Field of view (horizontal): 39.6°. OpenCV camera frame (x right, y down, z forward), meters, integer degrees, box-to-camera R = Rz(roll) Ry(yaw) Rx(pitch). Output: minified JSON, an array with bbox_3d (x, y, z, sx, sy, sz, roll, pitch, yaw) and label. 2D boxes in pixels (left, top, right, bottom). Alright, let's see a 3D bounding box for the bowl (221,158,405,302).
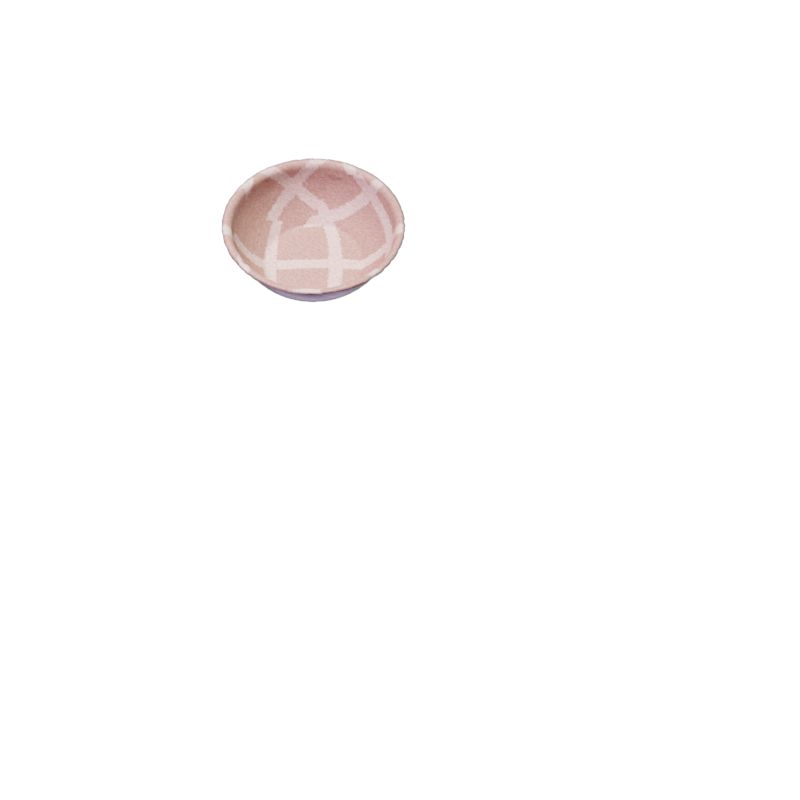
[{"bbox_3d":[-0.078,-0.142,0.995,0.162,0.174,0.051,-1,-38,-1],"label":"bowl"}]
